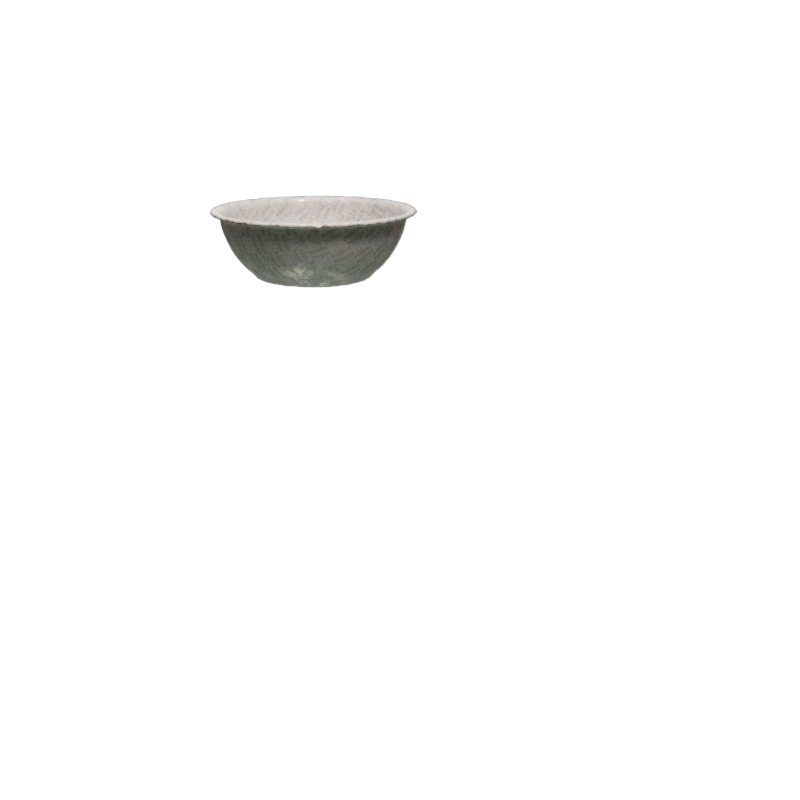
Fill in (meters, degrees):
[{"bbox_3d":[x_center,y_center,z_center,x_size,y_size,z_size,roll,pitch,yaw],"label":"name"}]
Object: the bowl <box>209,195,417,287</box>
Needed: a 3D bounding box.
[{"bbox_3d":[-0.068,-0.125,0.873,0.162,0.053,0.168,-1,17,-2],"label":"bowl"}]
